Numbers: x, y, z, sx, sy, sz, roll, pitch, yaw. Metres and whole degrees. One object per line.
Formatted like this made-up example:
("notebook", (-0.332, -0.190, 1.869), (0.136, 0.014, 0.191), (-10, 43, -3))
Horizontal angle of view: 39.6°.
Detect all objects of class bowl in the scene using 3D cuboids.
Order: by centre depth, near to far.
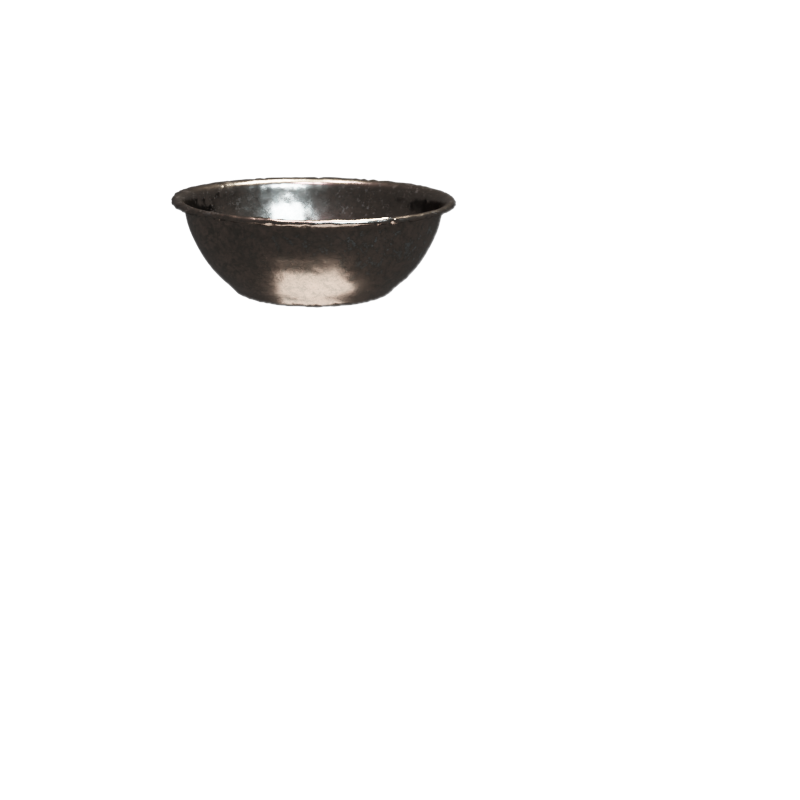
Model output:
("bowl", (-0.050, -0.091, 0.635), (0.162, 0.053, 0.168), (-1, 18, -2))
